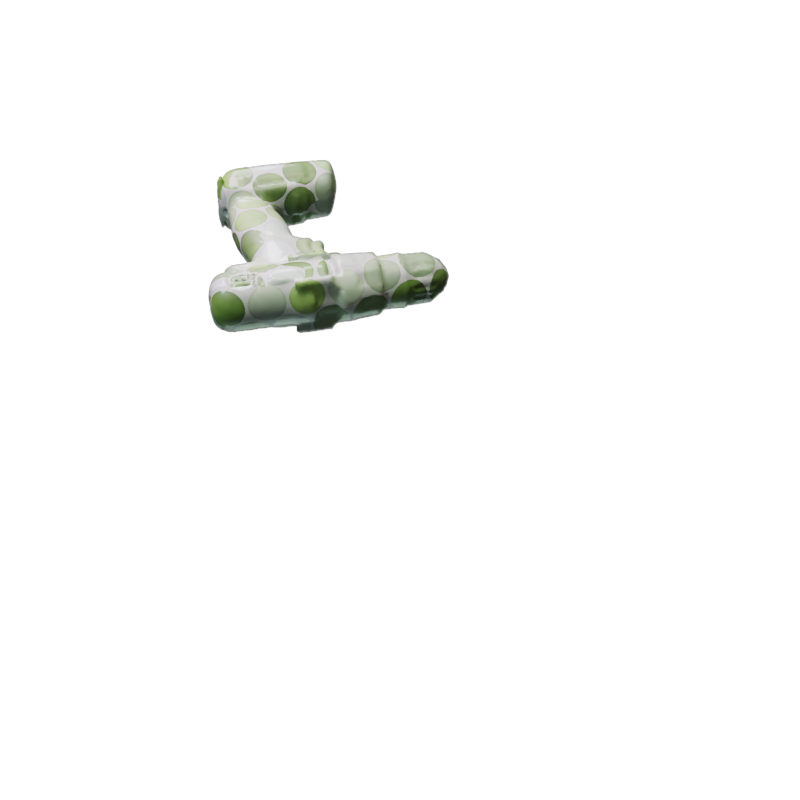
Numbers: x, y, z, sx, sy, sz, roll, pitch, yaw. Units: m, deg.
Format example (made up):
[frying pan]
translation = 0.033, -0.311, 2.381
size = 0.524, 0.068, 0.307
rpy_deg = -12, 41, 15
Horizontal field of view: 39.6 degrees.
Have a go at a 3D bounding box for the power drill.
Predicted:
[power drill]
translation = -0.071, -0.129, 0.901
size = 0.182, 0.054, 0.202
rpy_deg = -7, 37, -10
